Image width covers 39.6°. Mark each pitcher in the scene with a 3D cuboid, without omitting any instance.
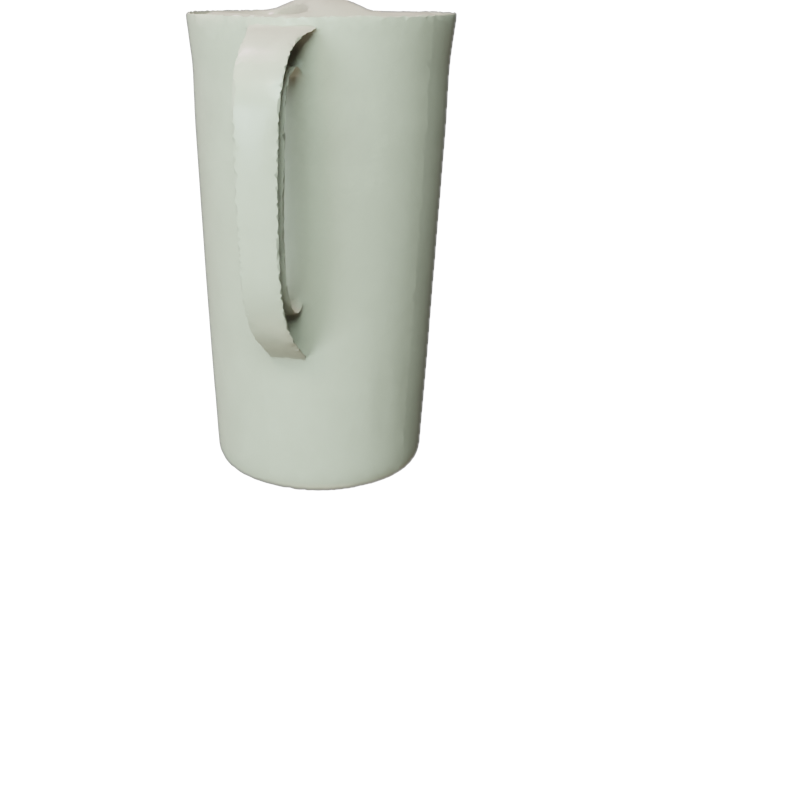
[{"bbox_3d":[-0.044,-0.081,0.564,0.145,0.235,0.154,-9,18,-32],"label":"pitcher"}]
